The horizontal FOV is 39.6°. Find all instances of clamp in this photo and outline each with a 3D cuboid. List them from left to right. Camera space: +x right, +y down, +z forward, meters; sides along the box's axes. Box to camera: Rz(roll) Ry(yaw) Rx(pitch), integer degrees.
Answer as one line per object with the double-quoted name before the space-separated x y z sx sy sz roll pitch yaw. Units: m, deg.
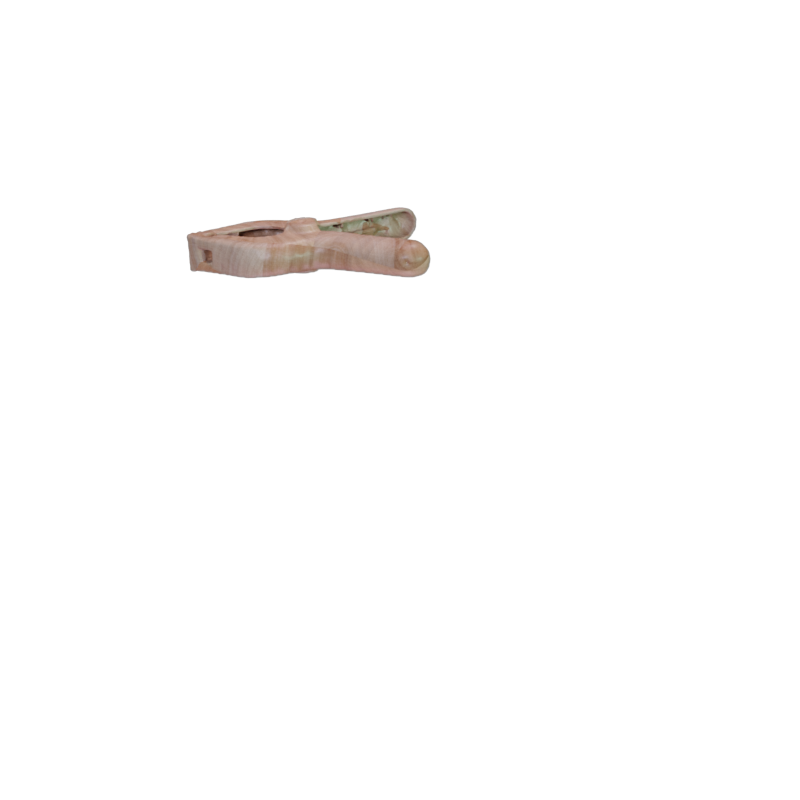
"clamp" -0.062 -0.113 0.790 0.173 0.038 0.122 2 16 7
